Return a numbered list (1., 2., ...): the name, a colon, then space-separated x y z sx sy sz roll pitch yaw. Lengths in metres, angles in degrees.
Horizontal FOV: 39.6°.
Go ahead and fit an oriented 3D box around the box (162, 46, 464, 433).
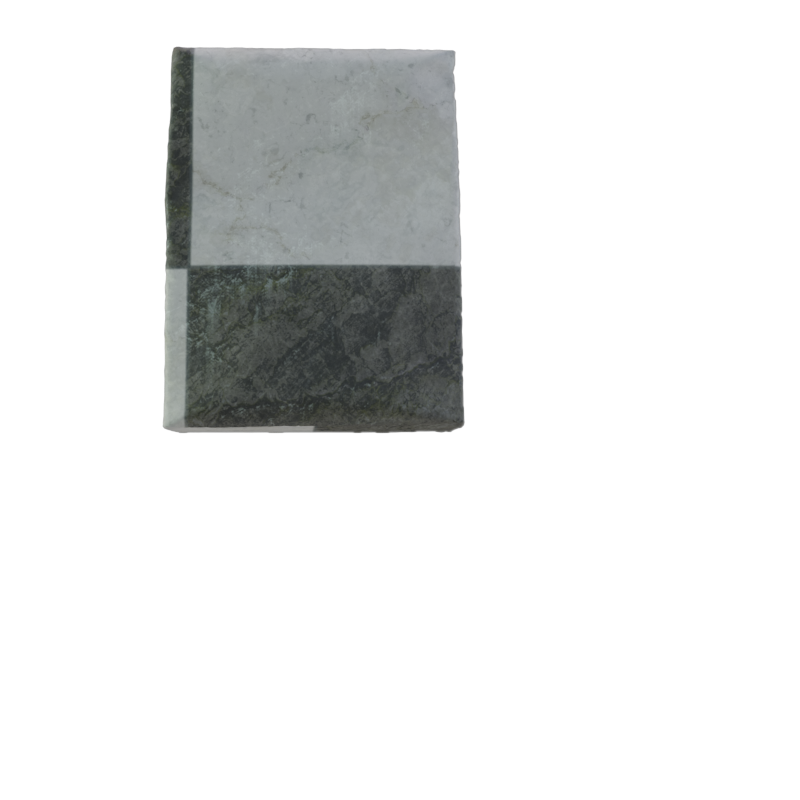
1. box: -0.049 -0.090 0.629 0.164 0.219 0.070 0 -9 -3
